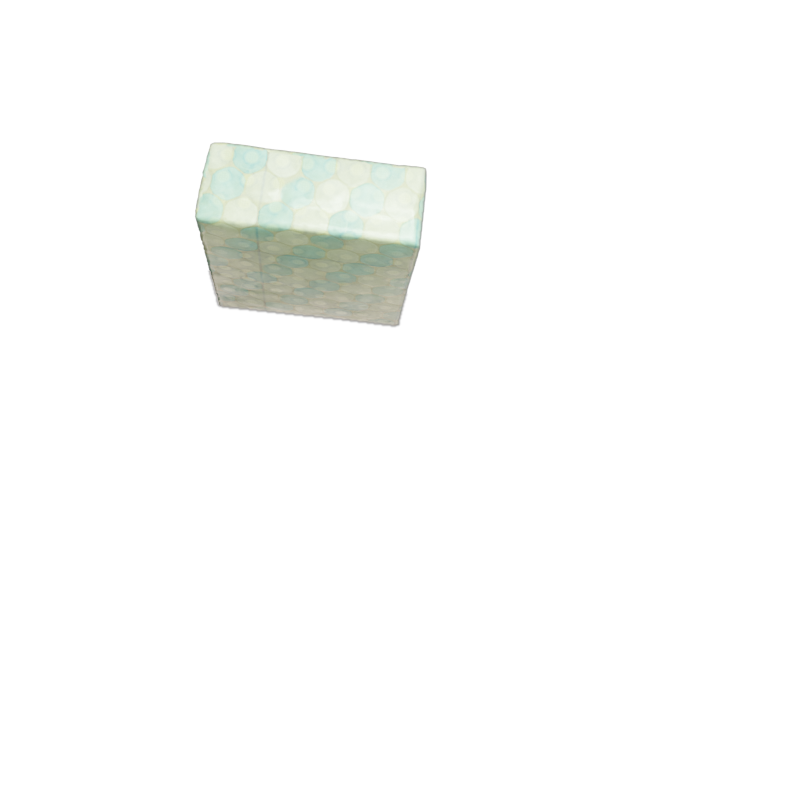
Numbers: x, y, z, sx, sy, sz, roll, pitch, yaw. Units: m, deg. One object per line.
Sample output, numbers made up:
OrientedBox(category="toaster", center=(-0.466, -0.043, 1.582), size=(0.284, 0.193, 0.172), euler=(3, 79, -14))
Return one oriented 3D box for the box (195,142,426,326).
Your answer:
OrientedBox(category="box", center=(-0.070, -0.128, 0.895), size=(0.164, 0.075, 0.206), euler=(7, -15, -1))
